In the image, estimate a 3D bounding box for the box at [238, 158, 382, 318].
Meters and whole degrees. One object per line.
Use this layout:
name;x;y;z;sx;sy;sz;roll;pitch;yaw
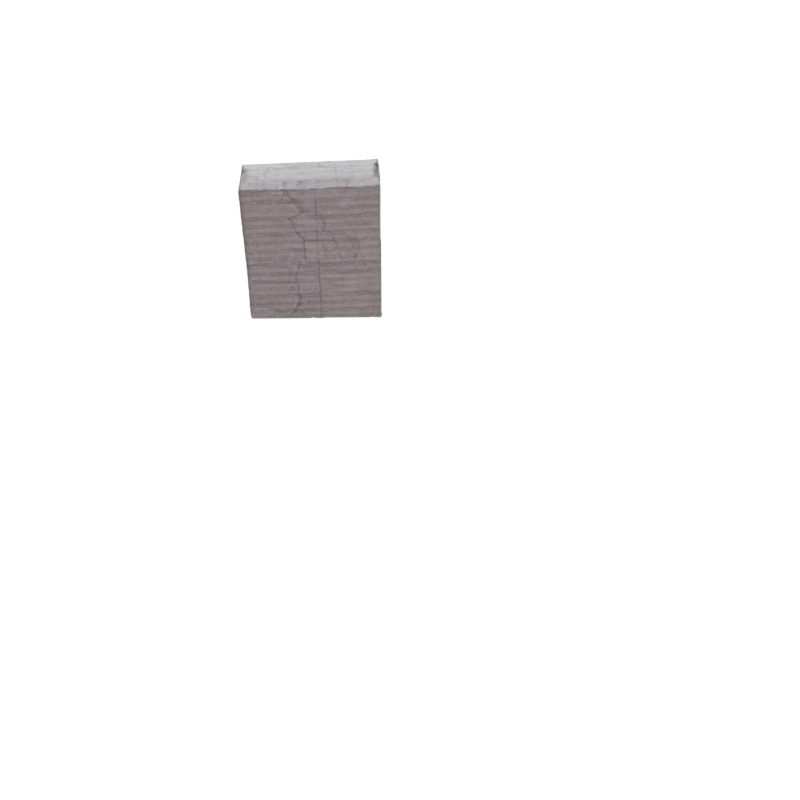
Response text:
box;-0.047;-0.085;0.599;0.073;0.083;0.032;-1;39;0
